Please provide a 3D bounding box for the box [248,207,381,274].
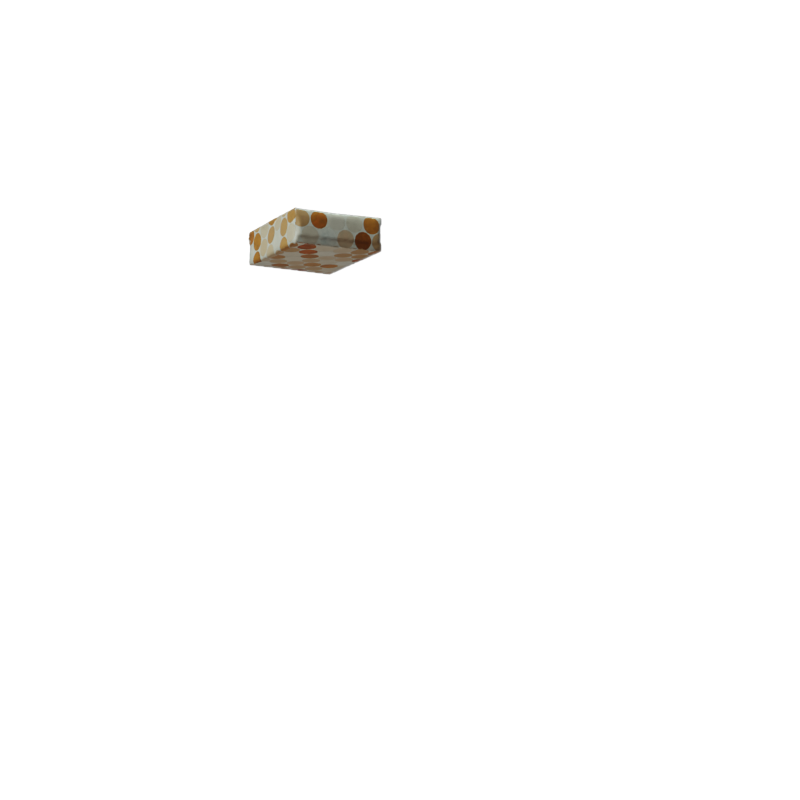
[{"bbox_3d":[-0.067,-0.122,0.854,0.070,0.031,0.090,3,-7,-28],"label":"box"}]
